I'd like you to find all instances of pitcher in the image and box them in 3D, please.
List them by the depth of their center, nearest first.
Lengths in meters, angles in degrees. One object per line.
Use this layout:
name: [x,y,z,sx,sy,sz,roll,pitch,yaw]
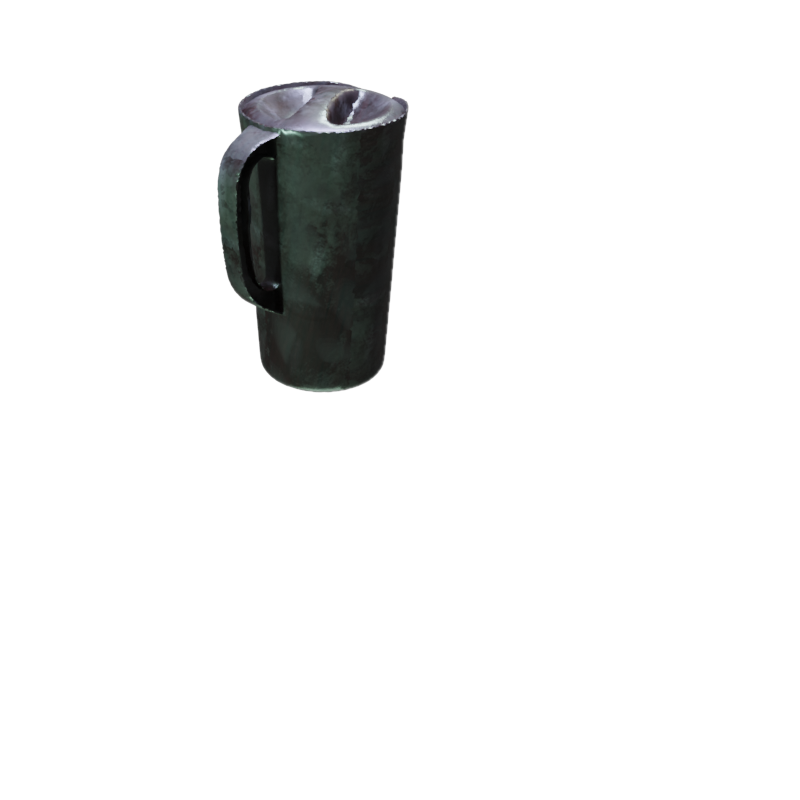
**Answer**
pitcher: [-0.071,-0.129,0.907,0.148,0.230,0.154,-1,27,-5]
